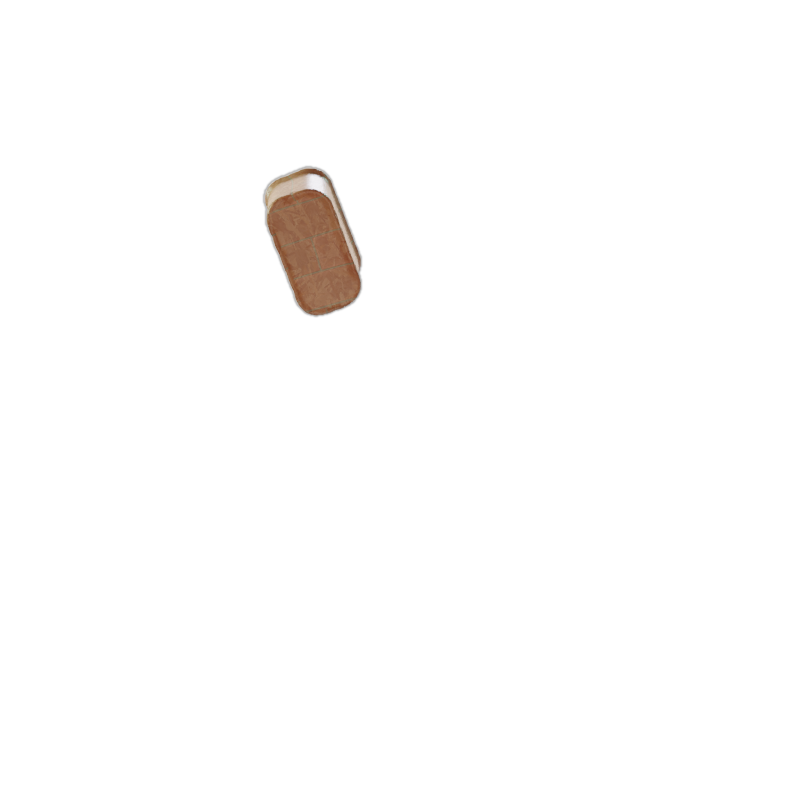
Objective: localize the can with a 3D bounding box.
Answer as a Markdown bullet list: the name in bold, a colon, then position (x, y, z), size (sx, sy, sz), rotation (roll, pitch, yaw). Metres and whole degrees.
- **can**: position (-0.068, -0.123, 0.864), size (0.057, 0.098, 0.087), rotation (-20, 16, 4)
